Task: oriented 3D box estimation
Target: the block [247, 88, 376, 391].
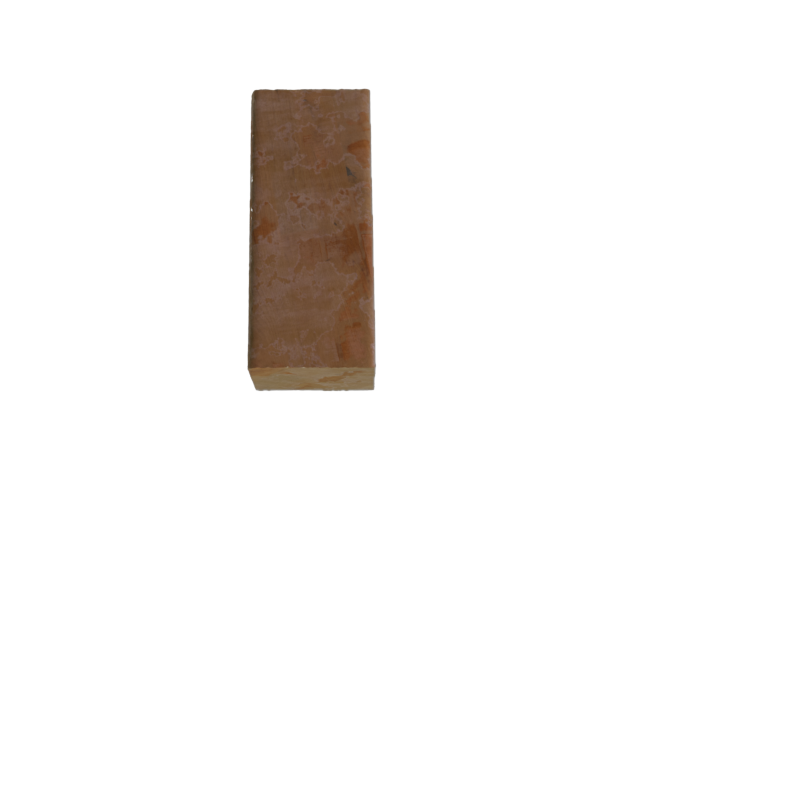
[{"bbox_3d":[-0.065,-0.117,0.817,0.090,0.214,0.087,-1,-16,-1],"label":"block"}]
